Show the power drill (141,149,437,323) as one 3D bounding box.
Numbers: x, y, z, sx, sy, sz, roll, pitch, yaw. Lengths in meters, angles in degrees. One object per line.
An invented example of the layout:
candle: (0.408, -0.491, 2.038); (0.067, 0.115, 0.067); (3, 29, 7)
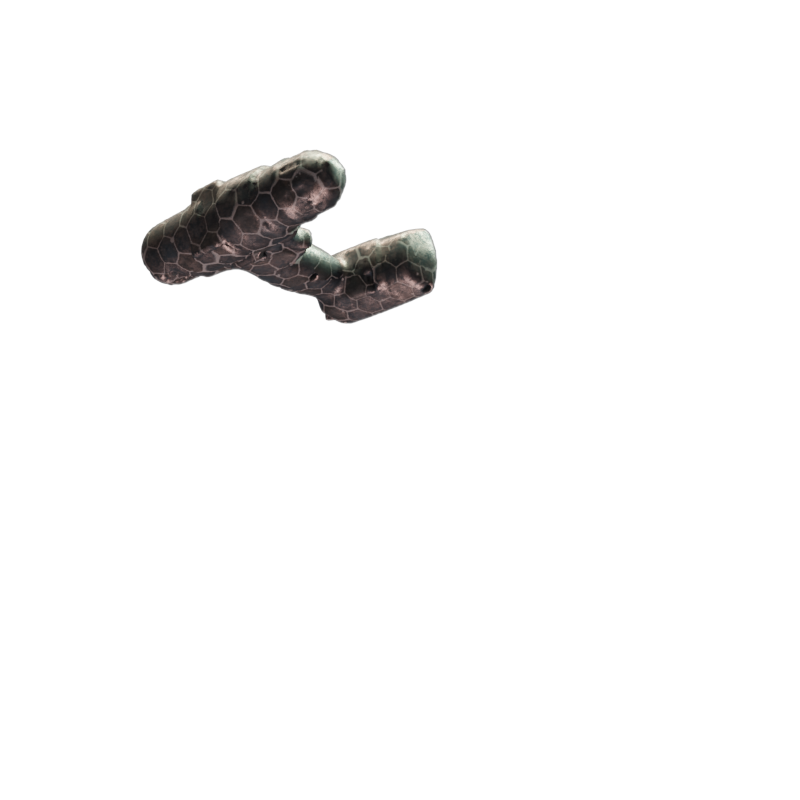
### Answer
power drill: (-0.061, -0.112, 0.784); (0.187, 0.060, 0.177); (-15, -22, 42)
